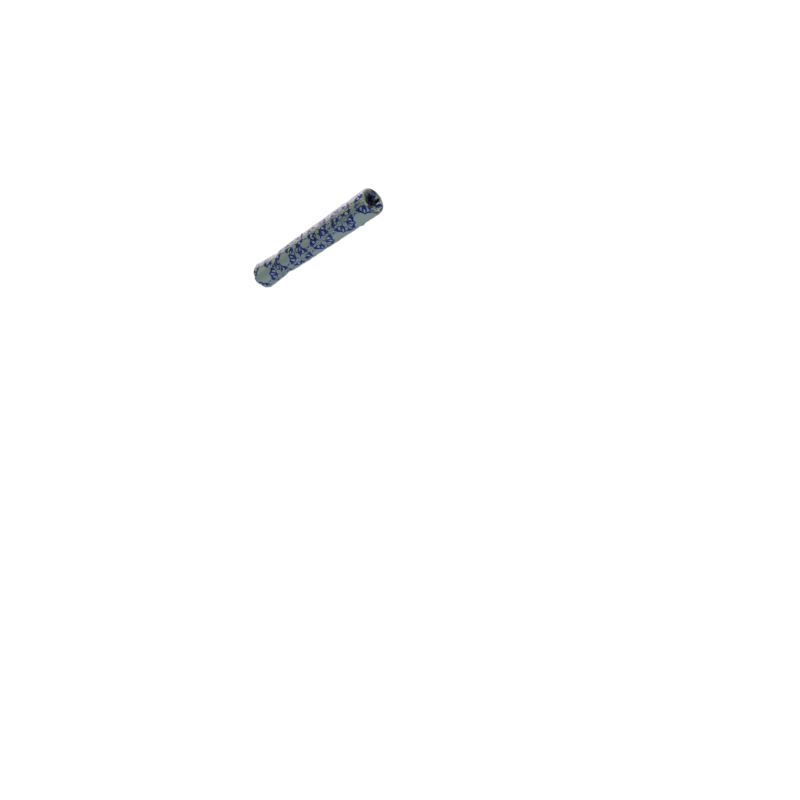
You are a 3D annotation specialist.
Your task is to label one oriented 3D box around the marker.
[{"bbox_3d":[-0.058,-0.106,0.743,0.019,0.021,0.120,-4,-18,-47],"label":"marker"}]
